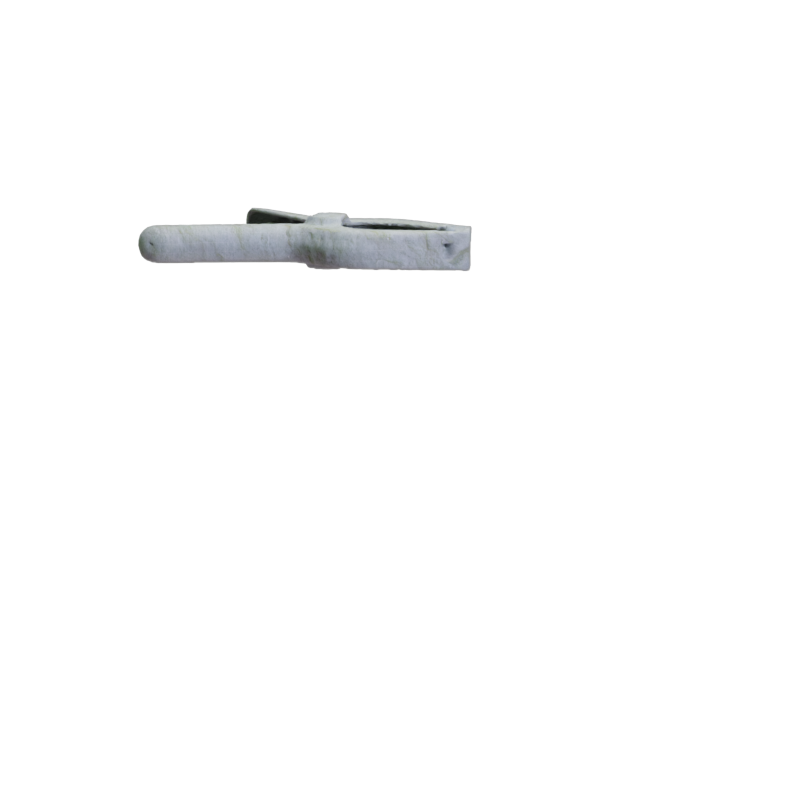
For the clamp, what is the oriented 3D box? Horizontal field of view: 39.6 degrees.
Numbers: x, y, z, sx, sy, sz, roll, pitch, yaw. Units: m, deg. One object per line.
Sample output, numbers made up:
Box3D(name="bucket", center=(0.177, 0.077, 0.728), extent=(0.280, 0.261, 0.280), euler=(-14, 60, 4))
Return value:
Box3D(name="clamp", center=(-0.058, -0.107, 0.746), extent=(0.218, 0.035, 0.162), euler=(9, 17, 28))
